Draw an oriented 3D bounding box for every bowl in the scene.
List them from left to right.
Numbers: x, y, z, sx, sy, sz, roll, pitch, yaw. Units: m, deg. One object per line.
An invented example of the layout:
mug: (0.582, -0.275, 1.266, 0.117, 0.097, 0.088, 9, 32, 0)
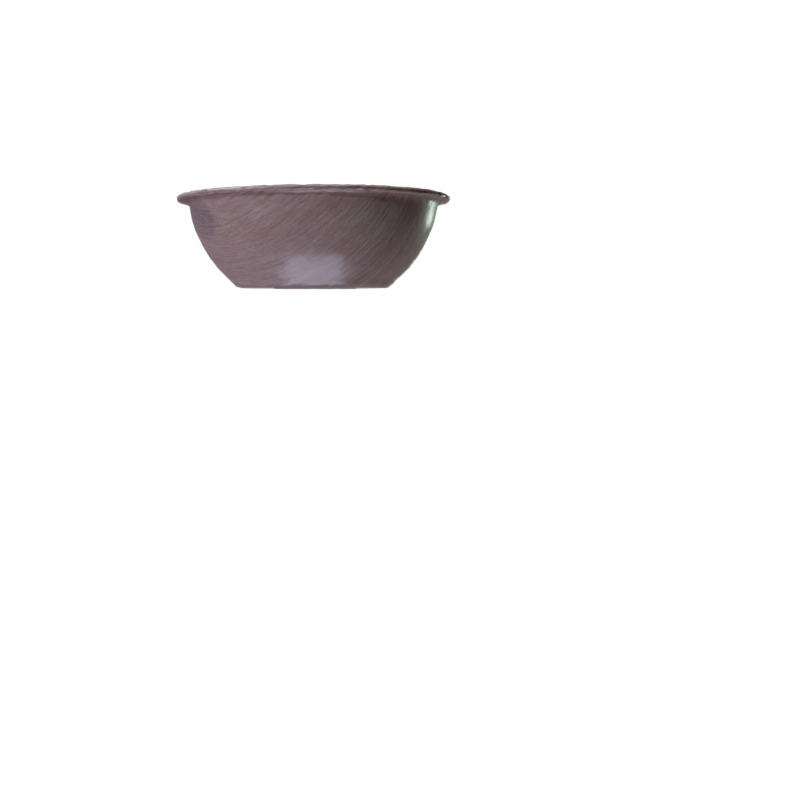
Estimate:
bowl: (-0.051, -0.094, 0.658, 0.162, 0.055, 0.163, 0, 4, -2)
